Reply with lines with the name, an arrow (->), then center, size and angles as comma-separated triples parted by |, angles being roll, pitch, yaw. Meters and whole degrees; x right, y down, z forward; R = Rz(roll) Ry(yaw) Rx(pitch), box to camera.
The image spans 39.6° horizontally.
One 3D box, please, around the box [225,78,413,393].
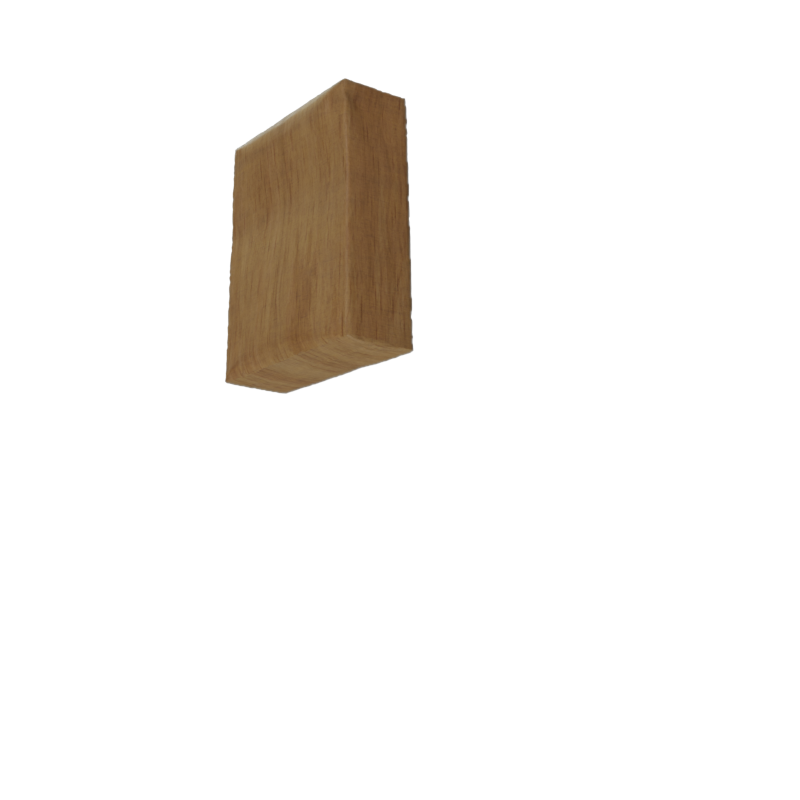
box -> -0.070, -0.127, 0.891 | 0.068, 0.224, 0.165 | 14, -23, -38
